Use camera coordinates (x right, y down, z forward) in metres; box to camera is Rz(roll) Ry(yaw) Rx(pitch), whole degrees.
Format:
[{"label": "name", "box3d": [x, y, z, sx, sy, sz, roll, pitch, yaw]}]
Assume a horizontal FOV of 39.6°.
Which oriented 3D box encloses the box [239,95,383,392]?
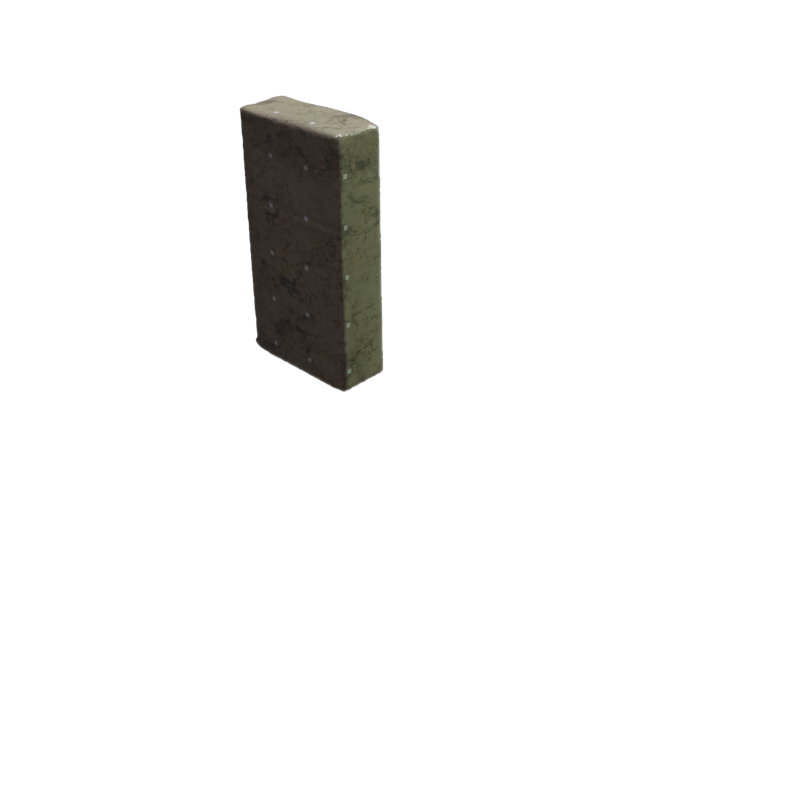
[{"label": "box", "box3d": [-0.057, -0.104, 0.726, 0.047, 0.167, 0.099, -21, 33, -40]}]
